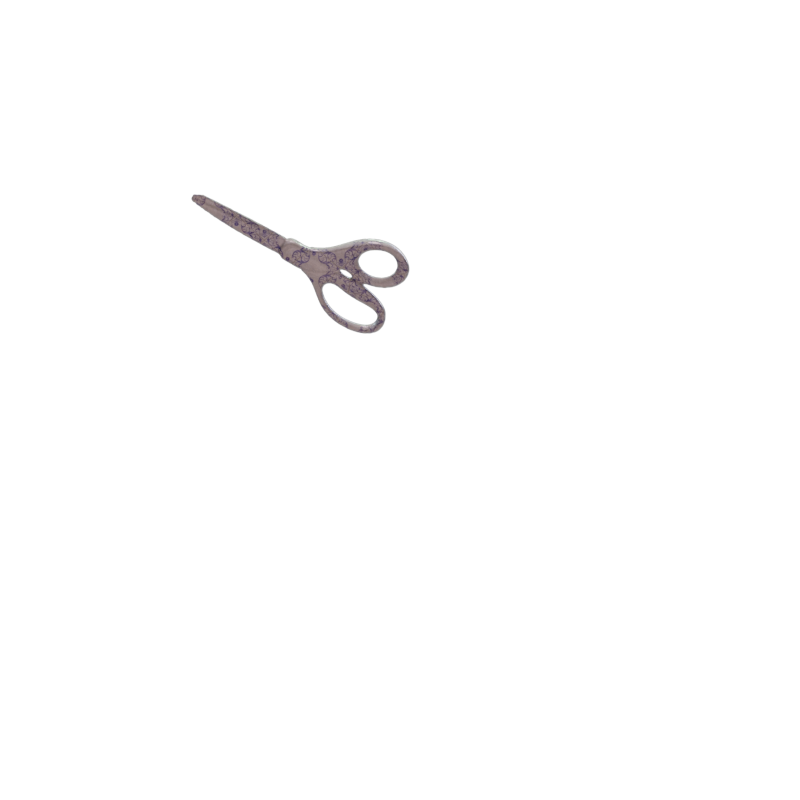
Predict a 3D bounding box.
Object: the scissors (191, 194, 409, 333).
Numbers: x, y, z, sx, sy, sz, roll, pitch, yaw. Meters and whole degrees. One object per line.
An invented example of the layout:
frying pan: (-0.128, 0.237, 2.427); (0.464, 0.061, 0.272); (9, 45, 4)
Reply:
scissors: (-0.075, -0.136, 0.954); (0.095, 0.193, 0.017); (-41, 18, 17)
